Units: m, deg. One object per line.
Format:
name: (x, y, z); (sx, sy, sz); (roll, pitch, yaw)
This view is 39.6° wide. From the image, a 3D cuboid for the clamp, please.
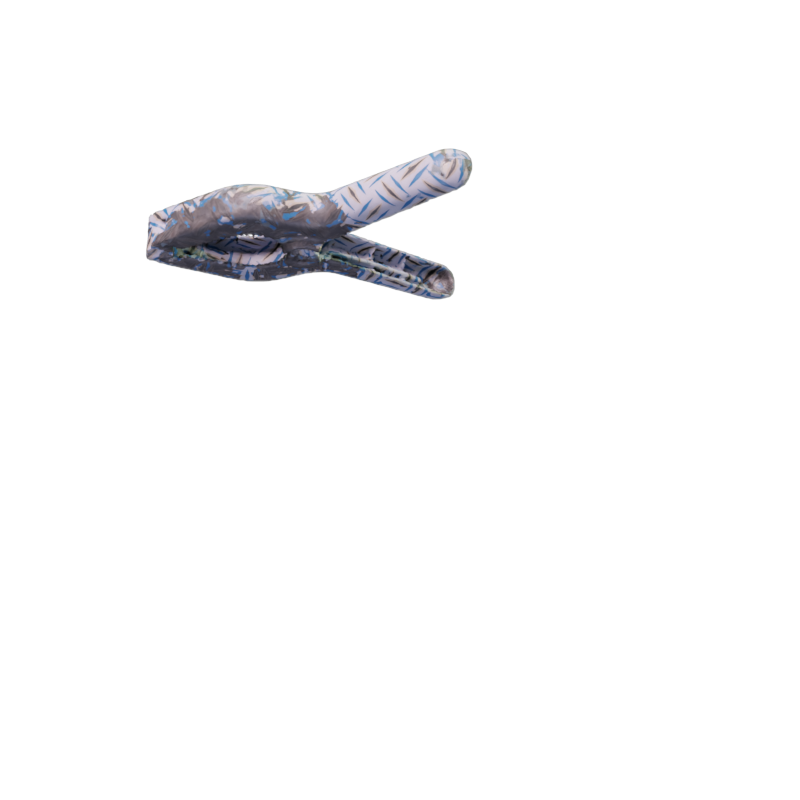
clamp: (-0.056, -0.102, 0.717); (0.212, 0.039, 0.154); (-3, -24, 7)
